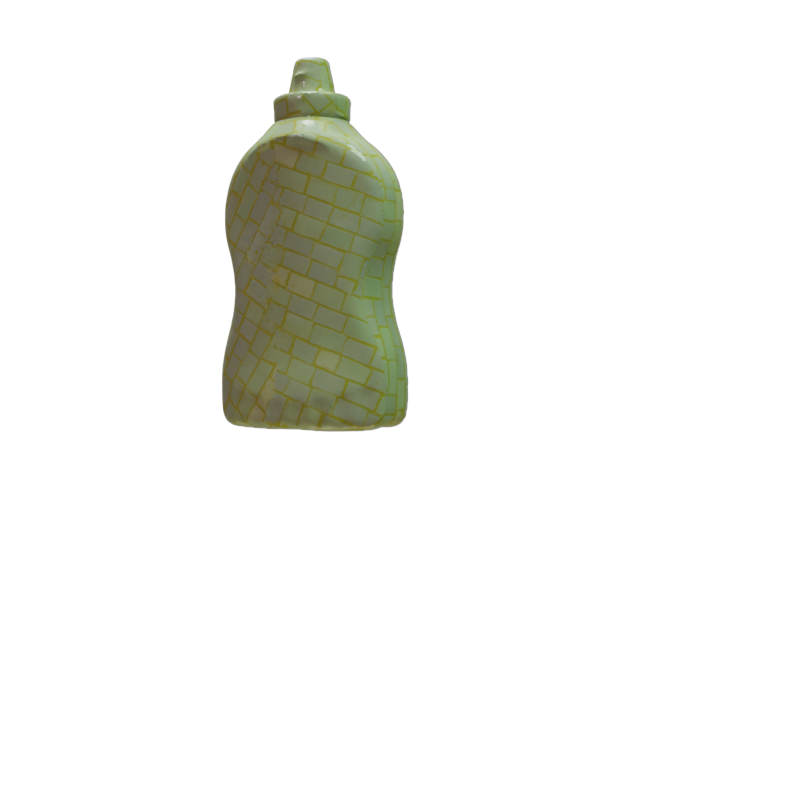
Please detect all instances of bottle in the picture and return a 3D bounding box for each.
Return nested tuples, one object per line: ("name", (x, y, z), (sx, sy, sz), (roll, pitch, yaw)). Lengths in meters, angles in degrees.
("bottle", (-0.045, -0.082, 0.577), (0.099, 0.194, 0.056), (-2, -5, 28))
